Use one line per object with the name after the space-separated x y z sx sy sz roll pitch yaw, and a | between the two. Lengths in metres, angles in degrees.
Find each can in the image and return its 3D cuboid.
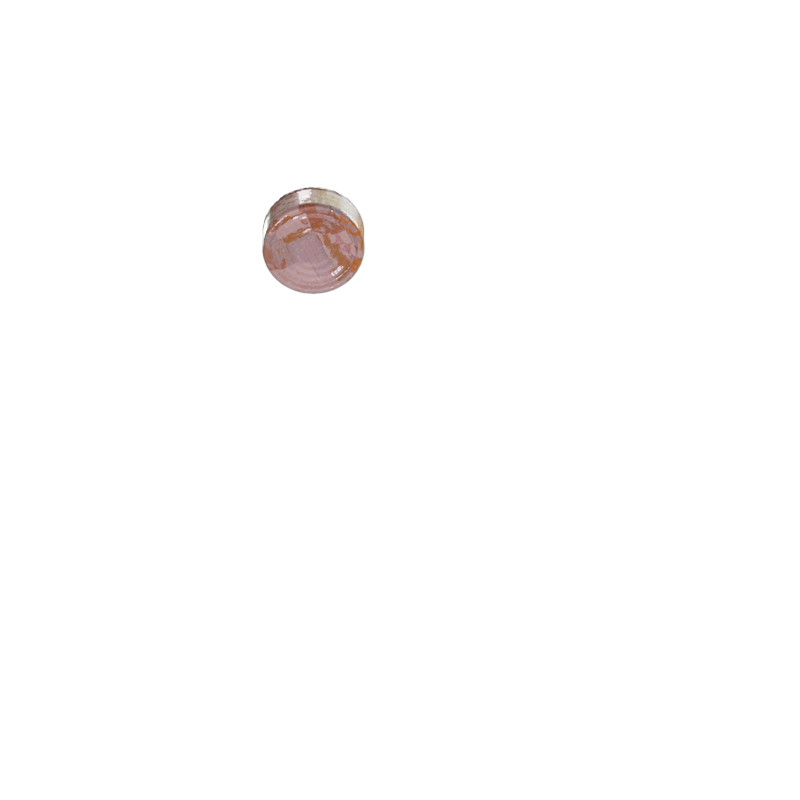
-0.072 -0.131 0.920 0.086 0.081 0.036 1 31 -1 | can
